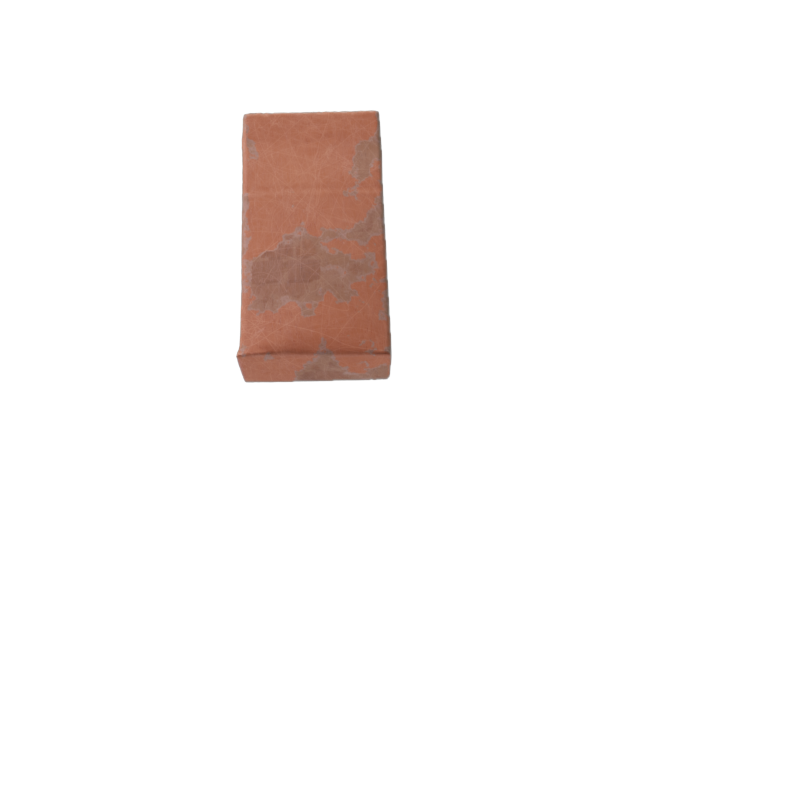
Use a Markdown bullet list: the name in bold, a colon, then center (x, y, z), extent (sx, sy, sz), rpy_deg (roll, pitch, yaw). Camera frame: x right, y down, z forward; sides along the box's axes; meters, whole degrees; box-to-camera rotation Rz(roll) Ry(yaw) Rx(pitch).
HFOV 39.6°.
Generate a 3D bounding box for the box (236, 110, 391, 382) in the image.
- **box**: center (-0.055, -0.101, 0.708), extent (0.093, 0.187, 0.045), rpy_deg (-2, -28, 0)
